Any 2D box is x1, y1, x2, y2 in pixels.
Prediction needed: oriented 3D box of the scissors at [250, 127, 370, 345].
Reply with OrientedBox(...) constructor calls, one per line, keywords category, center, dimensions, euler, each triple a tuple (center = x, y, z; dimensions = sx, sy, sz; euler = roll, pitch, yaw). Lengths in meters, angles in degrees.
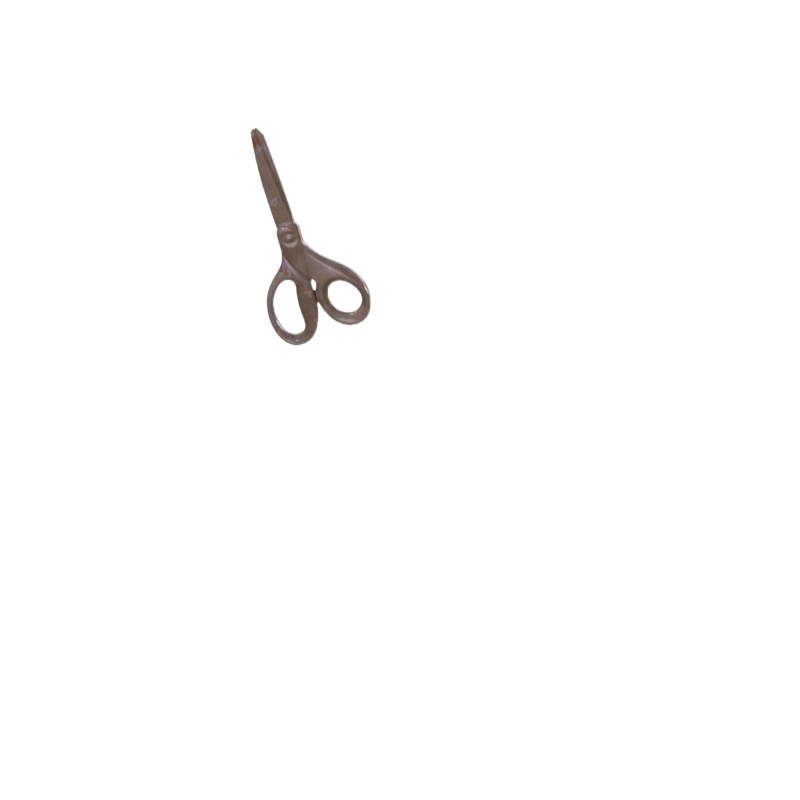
OrientedBox(category="scissors", center=(-0.070, -0.128, 0.895), dimensions=(0.096, 0.189, 0.017), euler=(2, 35, -1))
